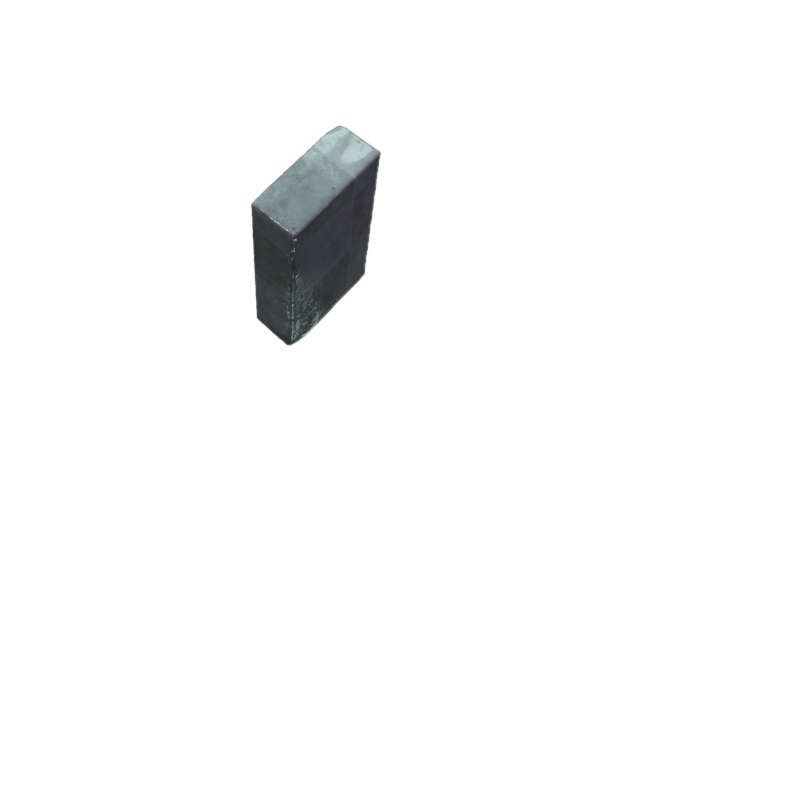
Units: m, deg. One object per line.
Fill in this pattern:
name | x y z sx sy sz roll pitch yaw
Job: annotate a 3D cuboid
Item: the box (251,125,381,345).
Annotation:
box | -0.064 -0.116 0.813 0.050 0.095 0.166 37 -23 13
